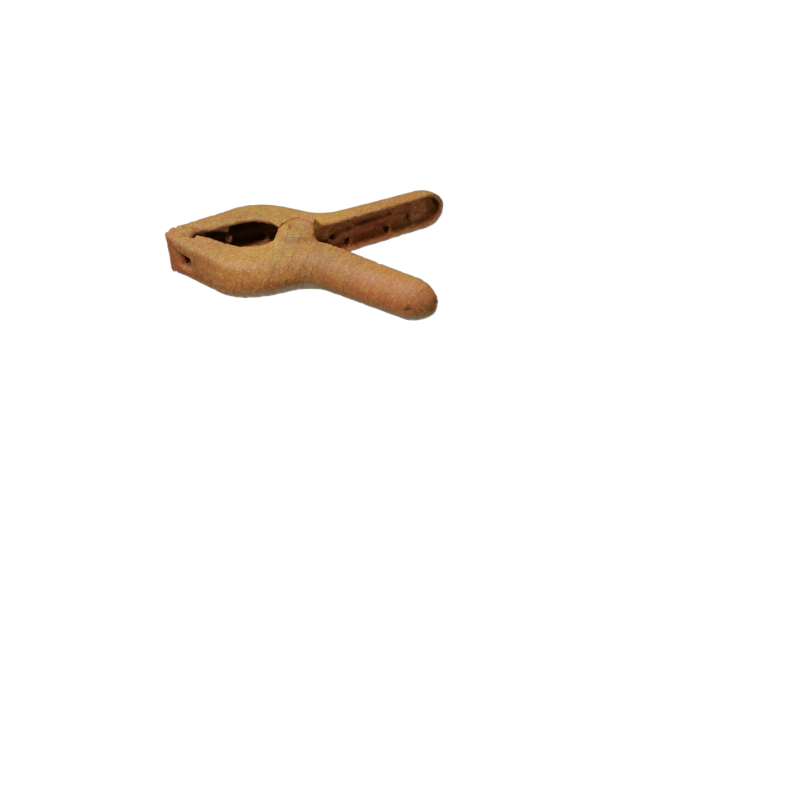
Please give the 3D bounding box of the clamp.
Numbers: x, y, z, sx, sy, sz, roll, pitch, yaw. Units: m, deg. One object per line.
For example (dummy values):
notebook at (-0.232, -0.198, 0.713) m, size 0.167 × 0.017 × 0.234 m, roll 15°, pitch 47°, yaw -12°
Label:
clamp at (-0.053, -0.096, 0.673) m, size 0.175 × 0.037 × 0.125 m, roll 8°, pitch 33°, yaw 13°
